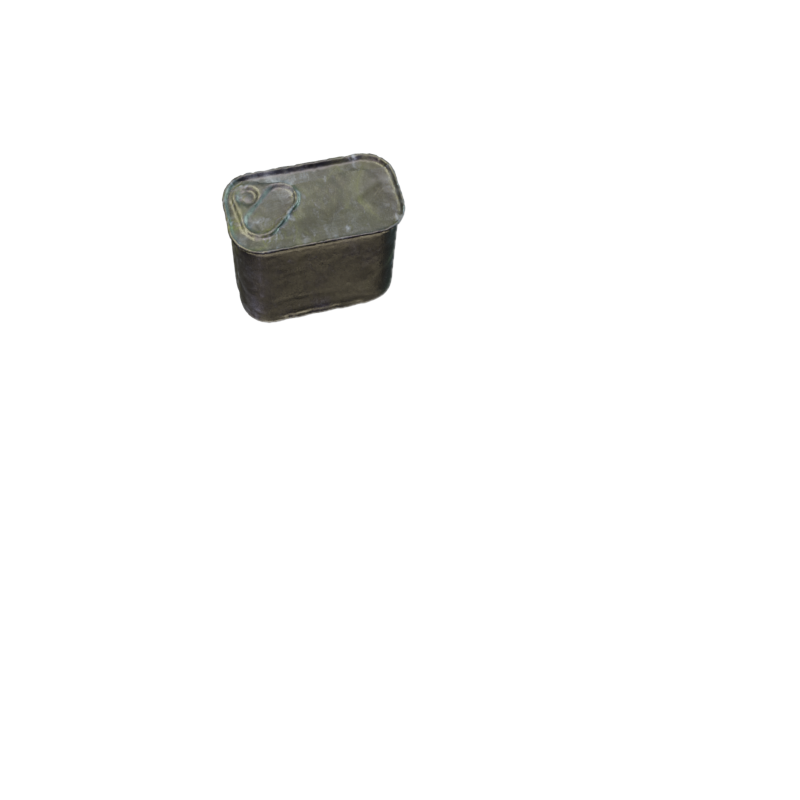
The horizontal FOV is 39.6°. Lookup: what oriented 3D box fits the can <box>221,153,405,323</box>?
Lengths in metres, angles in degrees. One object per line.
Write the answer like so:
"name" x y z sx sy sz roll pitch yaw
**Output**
"can" -0.052 -0.095 0.664 0.101 0.062 0.079 -11 -28 -8
